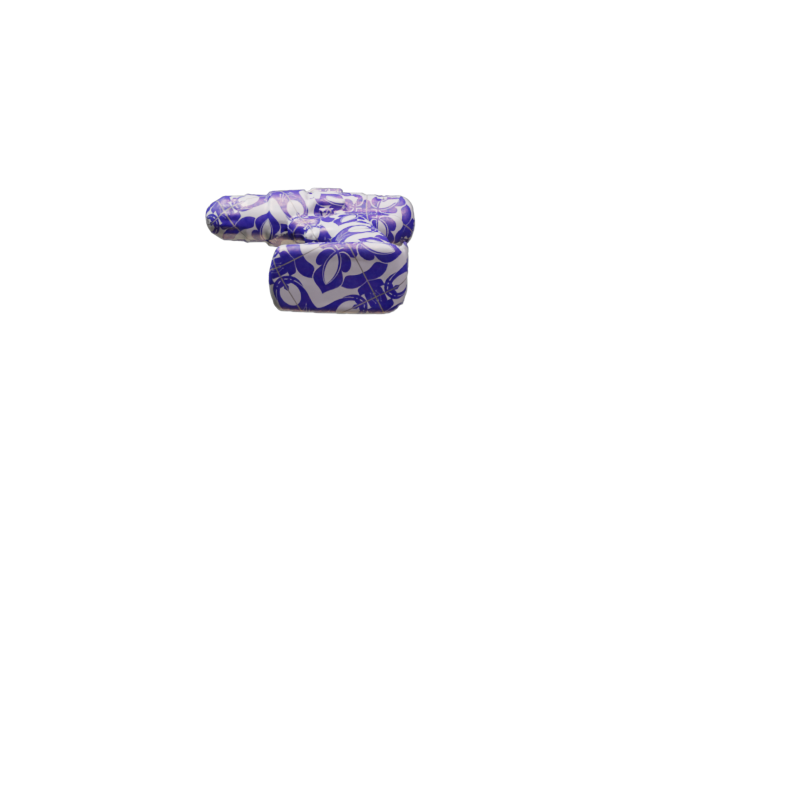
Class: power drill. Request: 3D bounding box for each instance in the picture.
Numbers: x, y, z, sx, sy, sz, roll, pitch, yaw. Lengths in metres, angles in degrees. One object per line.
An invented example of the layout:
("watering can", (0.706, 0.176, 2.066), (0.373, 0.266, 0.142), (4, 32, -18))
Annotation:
("power drill", (-0.072, -0.131, 0.915), (0.184, 0.055, 0.198), (-2, 26, -4))
